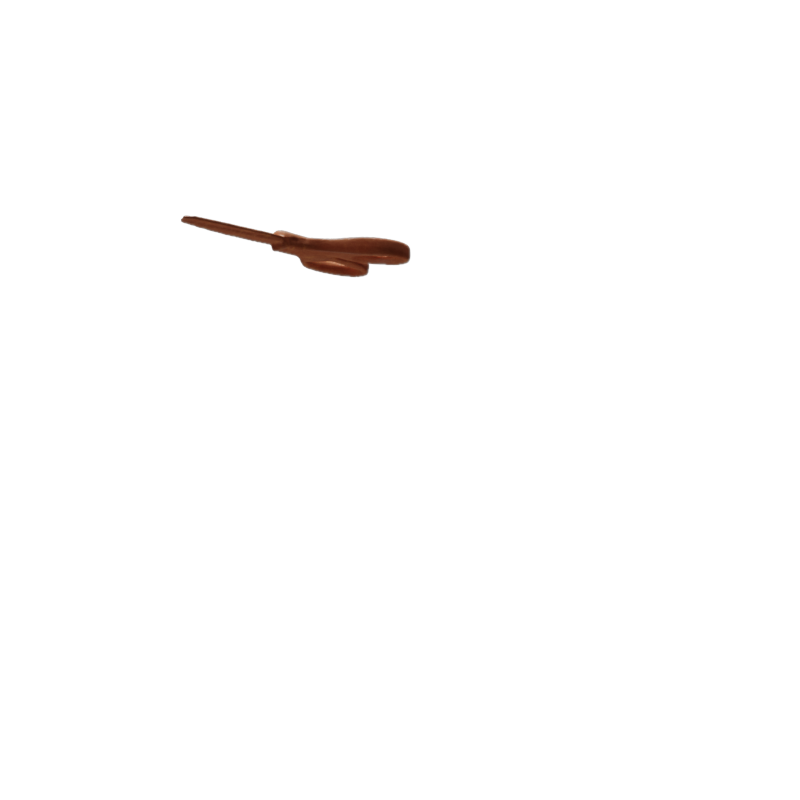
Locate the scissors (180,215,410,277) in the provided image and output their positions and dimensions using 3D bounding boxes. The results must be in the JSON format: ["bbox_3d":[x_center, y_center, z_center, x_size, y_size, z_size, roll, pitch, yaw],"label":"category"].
[{"bbox_3d":[-0.064,-0.116,0.813,0.099,0.016,0.192,-3,-6,26],"label":"scissors"}]
